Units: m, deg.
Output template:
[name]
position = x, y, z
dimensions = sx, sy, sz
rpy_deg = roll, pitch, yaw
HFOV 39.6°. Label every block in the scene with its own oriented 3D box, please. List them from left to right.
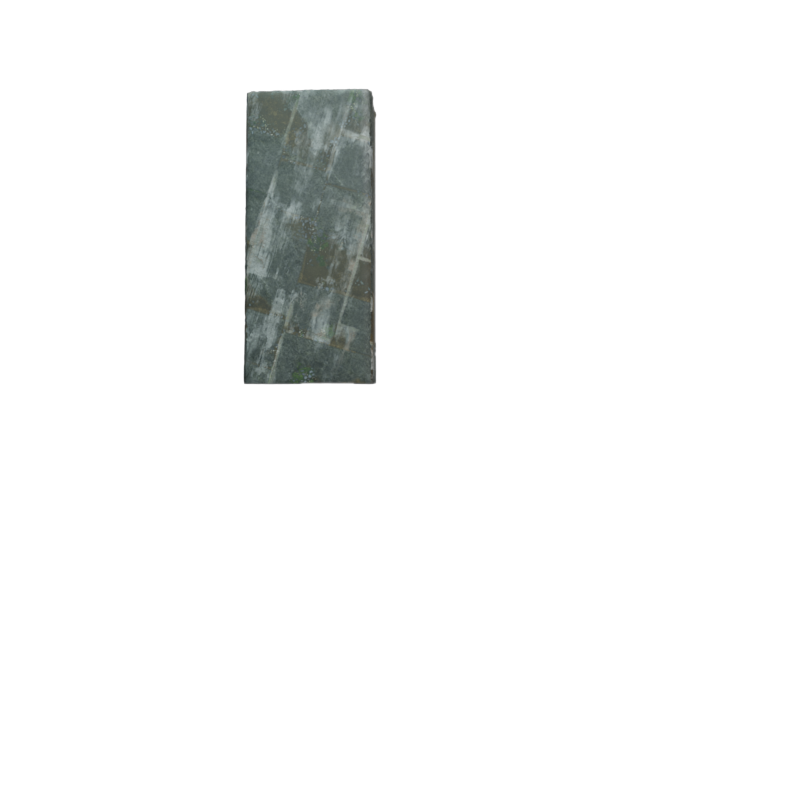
[block]
position = -0.063, -0.116, 0.810
dimensions = 0.091, 0.209, 0.089
rpy_deg = -1, -6, 3
